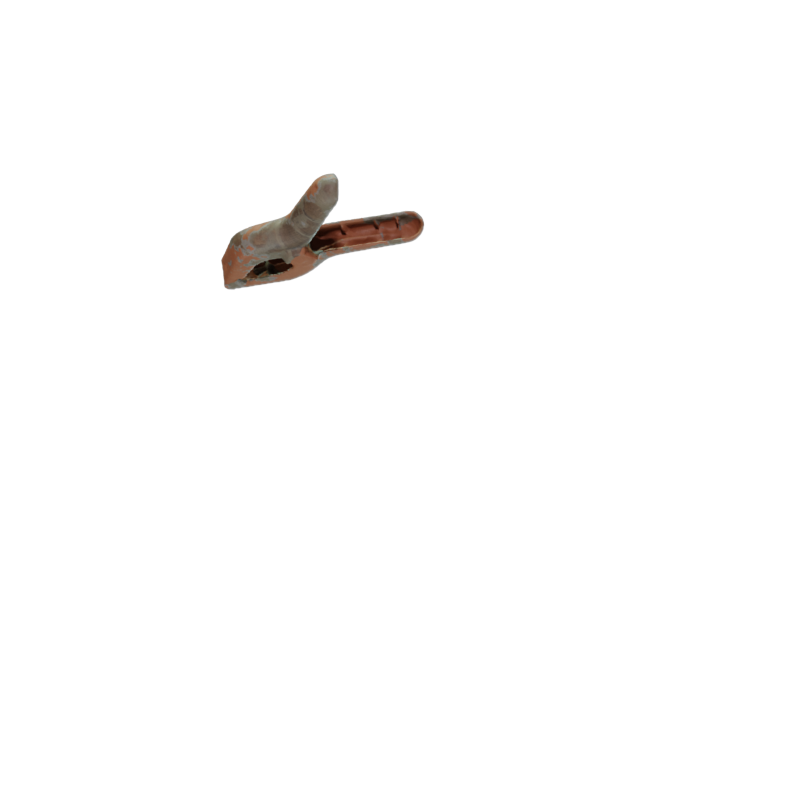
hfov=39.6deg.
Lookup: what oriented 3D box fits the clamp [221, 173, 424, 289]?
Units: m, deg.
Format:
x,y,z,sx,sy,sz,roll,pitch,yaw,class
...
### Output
x,y,z,sx,sy,sz,roll,pitch,yaw,class
-0.069,-0.126,0.883,0.113,0.041,0.173,18,-27,-40,clamp
